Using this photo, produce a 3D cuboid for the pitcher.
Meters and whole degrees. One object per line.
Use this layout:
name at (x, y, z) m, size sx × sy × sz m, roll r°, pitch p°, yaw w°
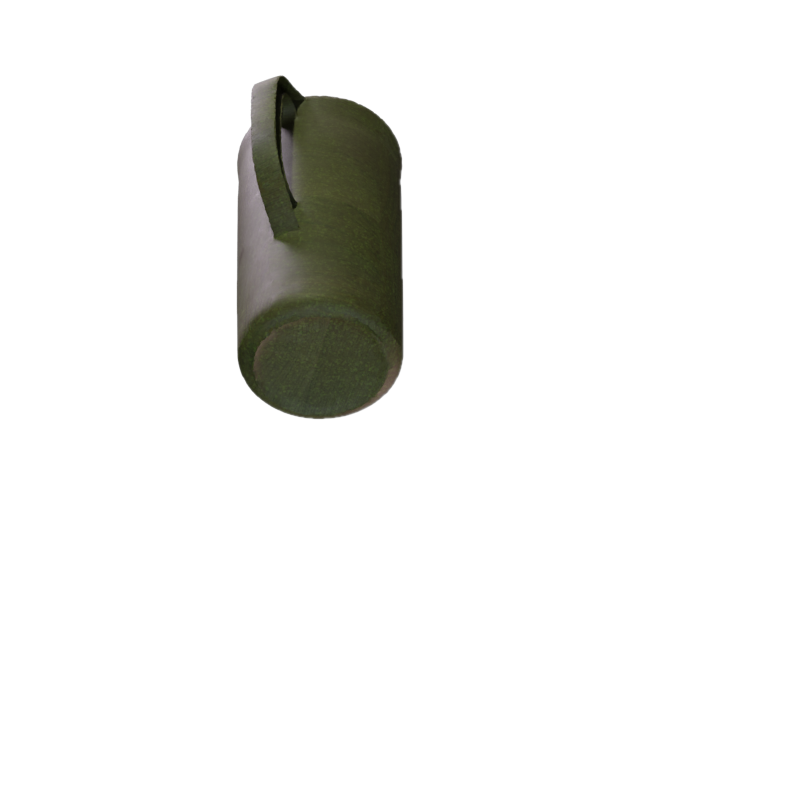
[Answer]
pitcher at (-0.063, -0.114, 0.799) m, size 0.145 × 0.139 × 0.261 m, roll 18°, pitch 38°, yaw -18°
